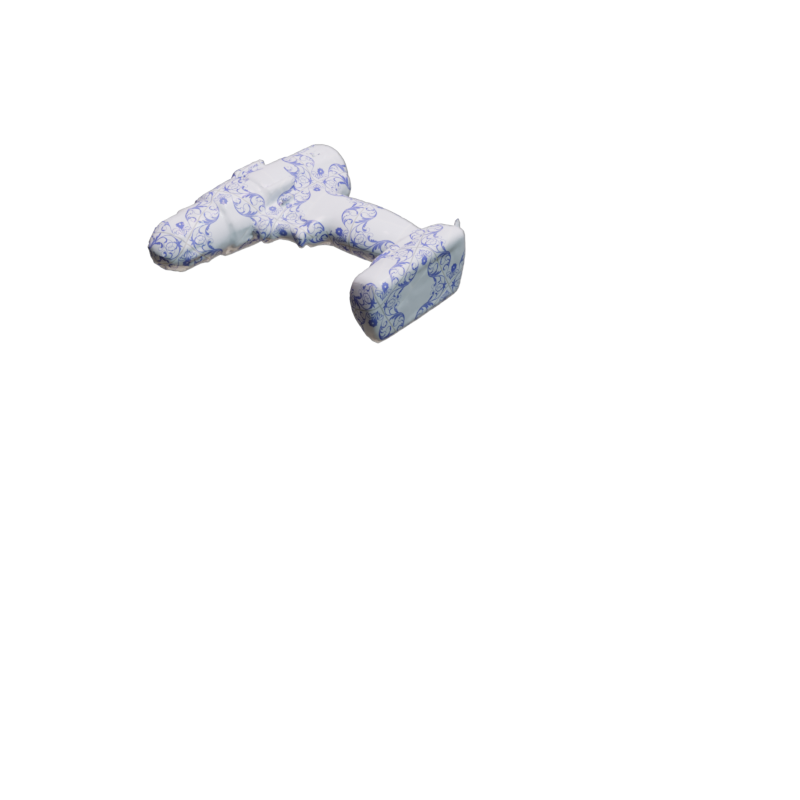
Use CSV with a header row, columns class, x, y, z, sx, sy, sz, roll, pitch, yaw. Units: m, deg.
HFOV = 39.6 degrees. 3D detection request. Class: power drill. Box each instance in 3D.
class,x,y,z,sx,sy,sz,roll,pitch,yaw
power drill,-0.063,-0.114,0.802,0.200,0.053,0.185,32,50,31
